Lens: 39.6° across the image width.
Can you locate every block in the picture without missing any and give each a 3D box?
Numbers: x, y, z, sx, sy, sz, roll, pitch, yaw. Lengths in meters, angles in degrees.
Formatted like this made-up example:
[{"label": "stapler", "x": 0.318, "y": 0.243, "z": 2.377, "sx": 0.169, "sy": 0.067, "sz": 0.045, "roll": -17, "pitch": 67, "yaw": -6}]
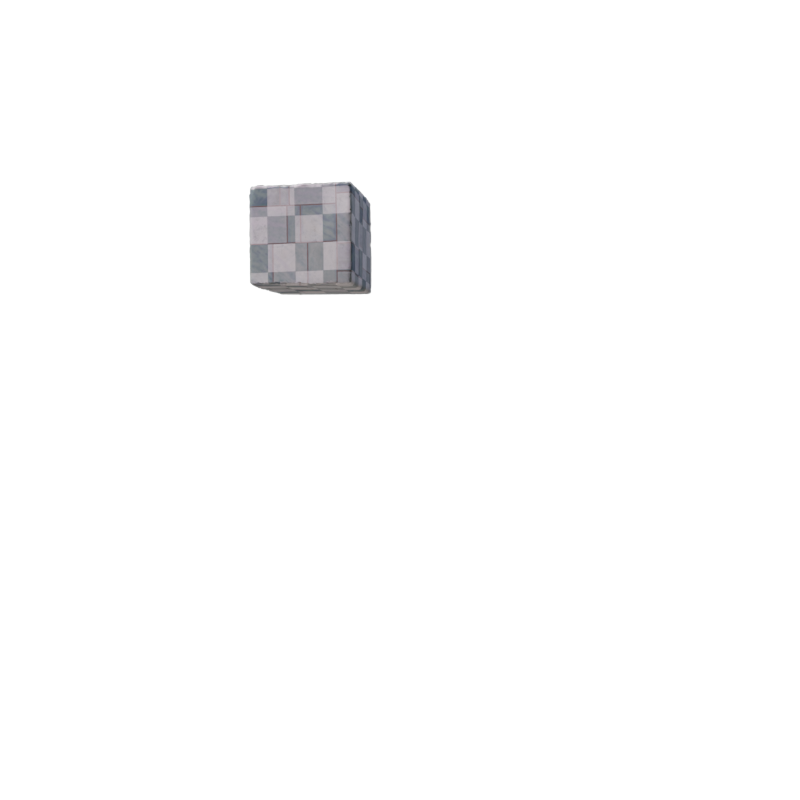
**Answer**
[{"label": "block", "x": -0.046, "y": -0.083, "z": 0.583, "sx": 0.053, "sy": 0.052, "sz": 0.077, "roll": 0, "pitch": -1, "yaw": 7}]
